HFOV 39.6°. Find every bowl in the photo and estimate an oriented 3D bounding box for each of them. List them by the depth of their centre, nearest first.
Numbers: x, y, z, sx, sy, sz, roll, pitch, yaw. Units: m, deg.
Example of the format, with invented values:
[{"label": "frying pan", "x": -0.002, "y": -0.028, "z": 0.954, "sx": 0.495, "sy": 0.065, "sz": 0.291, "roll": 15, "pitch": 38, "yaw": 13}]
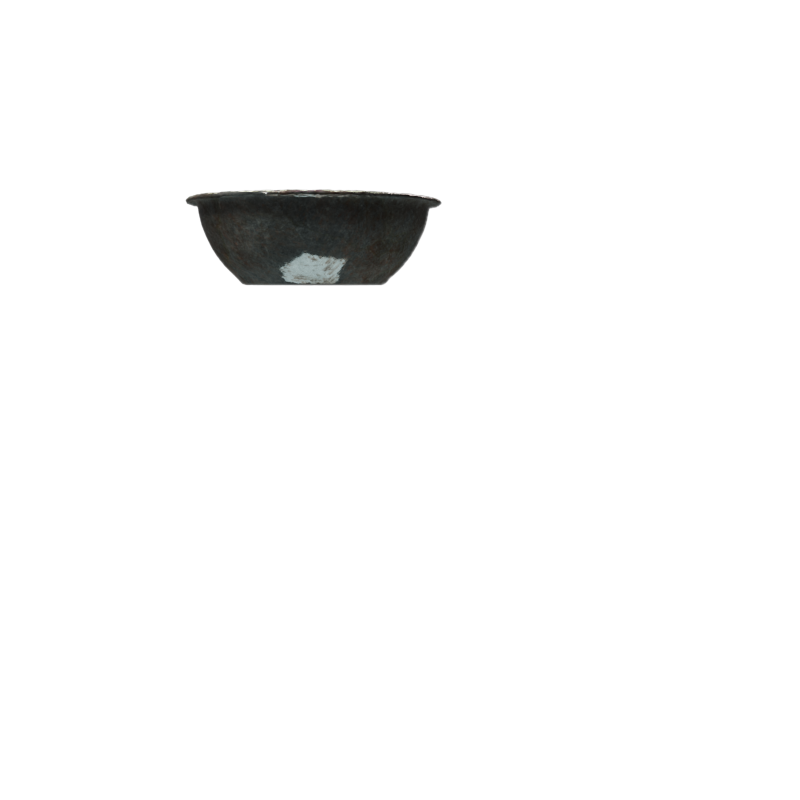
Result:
[{"label": "bowl", "x": -0.055, "y": -0.101, "z": 0.705, "sx": 0.162, "sy": 0.055, "sz": 0.163, "roll": 0, "pitch": 5, "yaw": -2}]
